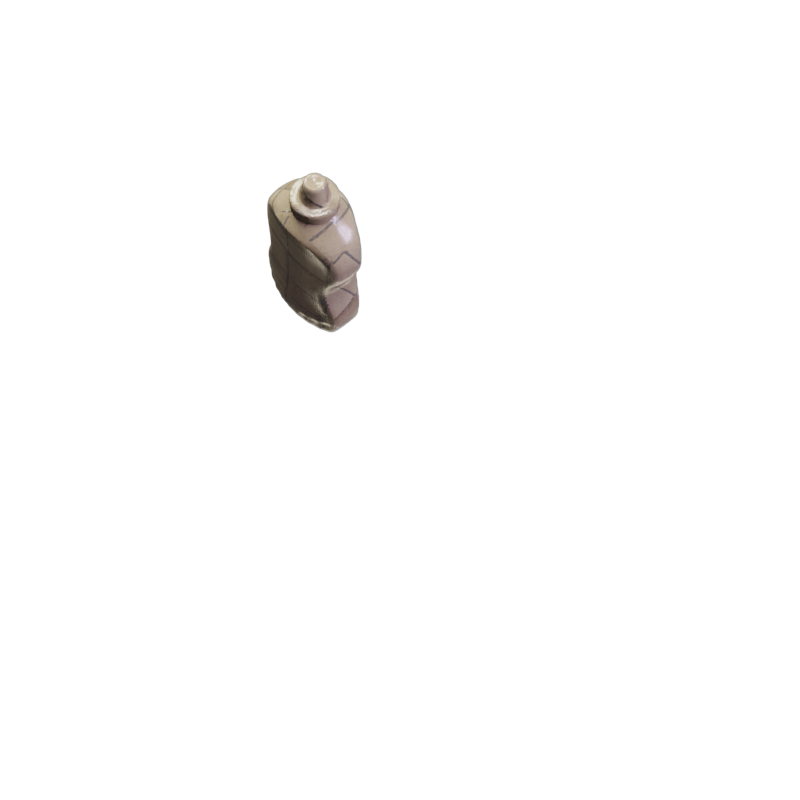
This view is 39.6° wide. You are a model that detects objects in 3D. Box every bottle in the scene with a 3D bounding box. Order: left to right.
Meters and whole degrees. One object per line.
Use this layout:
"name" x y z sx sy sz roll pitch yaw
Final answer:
"bottle" -0.073 -0.135 0.942 0.059 0.101 0.182 -35 -17 -16
